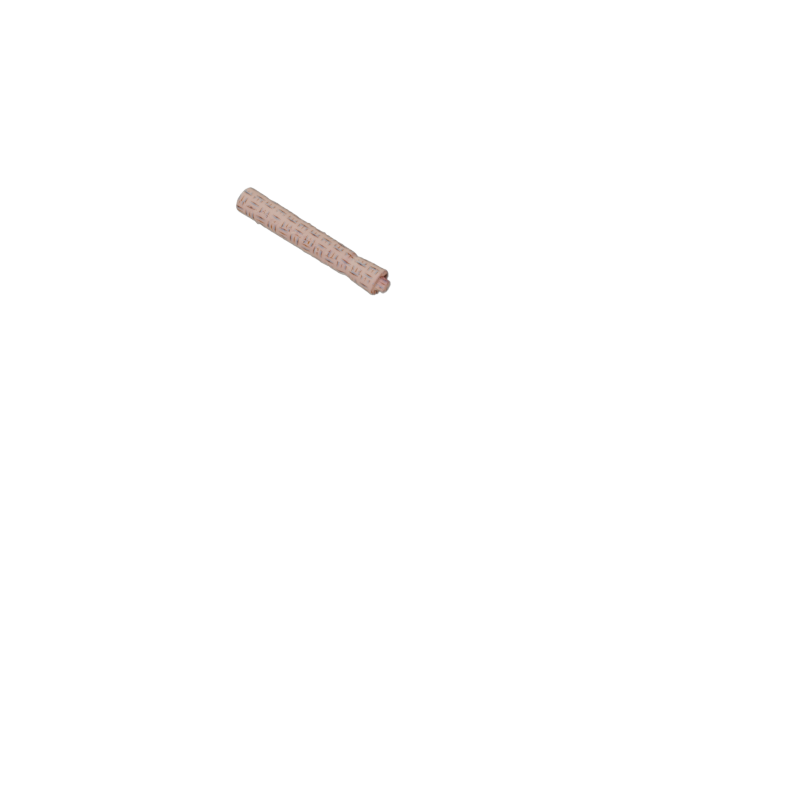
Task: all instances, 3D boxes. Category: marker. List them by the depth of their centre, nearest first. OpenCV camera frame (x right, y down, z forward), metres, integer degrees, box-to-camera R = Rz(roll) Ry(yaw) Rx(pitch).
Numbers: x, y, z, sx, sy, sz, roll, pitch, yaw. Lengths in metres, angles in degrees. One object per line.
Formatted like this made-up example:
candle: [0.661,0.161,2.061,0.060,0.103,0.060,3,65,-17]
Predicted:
marker: [-0.057,-0.104,0.730,0.127,0.019,0.019,34,17,23]
